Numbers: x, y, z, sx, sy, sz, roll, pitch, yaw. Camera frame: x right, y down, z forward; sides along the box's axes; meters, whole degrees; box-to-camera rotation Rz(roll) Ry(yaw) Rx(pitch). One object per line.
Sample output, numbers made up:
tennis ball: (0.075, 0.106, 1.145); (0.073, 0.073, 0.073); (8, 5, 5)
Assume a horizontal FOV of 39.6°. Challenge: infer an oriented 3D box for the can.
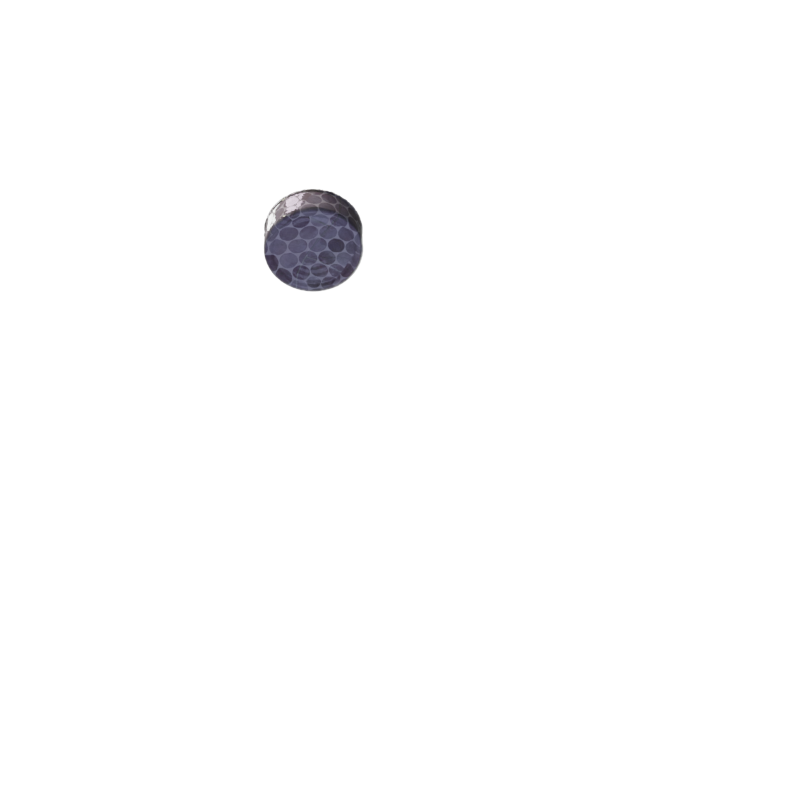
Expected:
can: (-0.074, -0.136, 0.950); (0.086, 0.080, 0.036); (1, 36, -1)
